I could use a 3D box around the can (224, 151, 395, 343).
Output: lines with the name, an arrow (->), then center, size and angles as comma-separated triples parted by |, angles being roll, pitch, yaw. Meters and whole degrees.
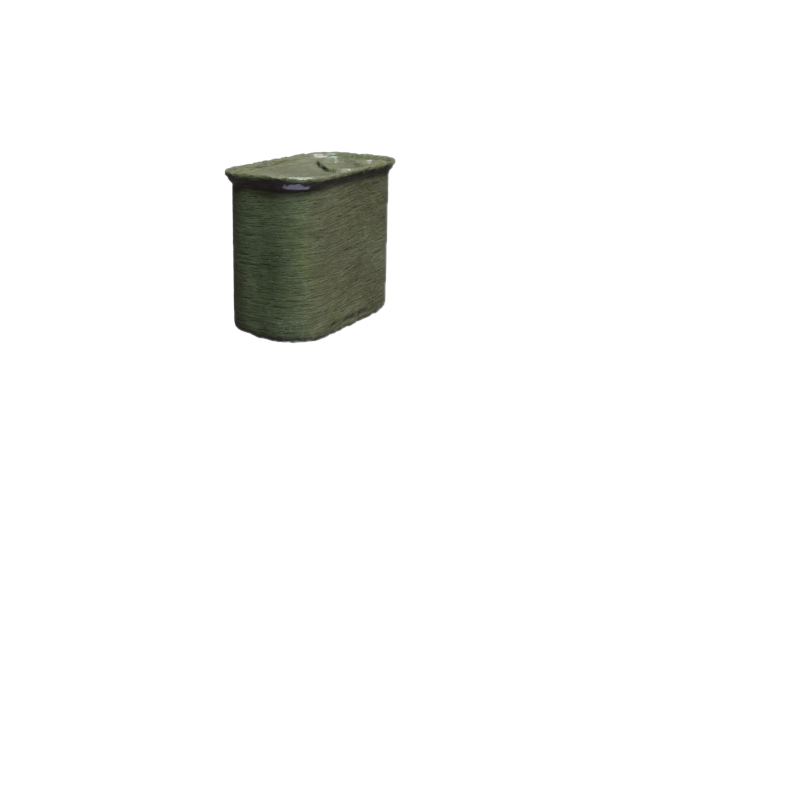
can -> -0.046, -0.083, 0.584 | 0.060, 0.081, 0.101 | 9, 18, 28
